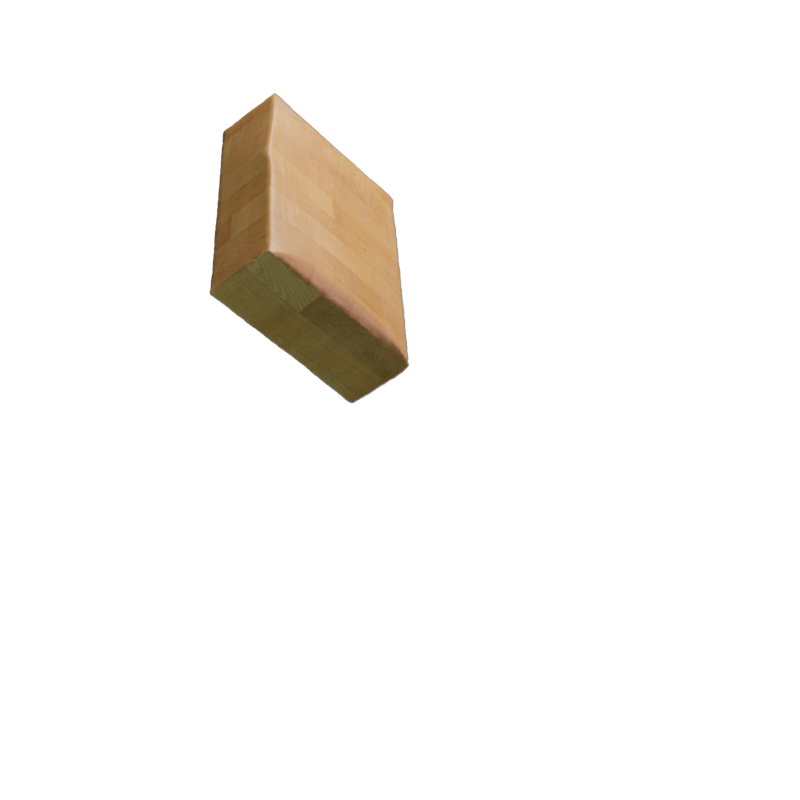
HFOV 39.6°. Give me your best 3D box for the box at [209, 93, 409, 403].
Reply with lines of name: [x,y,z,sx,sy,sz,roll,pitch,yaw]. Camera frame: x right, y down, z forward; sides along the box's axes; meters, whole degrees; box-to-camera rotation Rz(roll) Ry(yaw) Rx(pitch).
box: [-0.071,-0.130,0.908,0.071,0.230,0.154,-34,-53,26]
